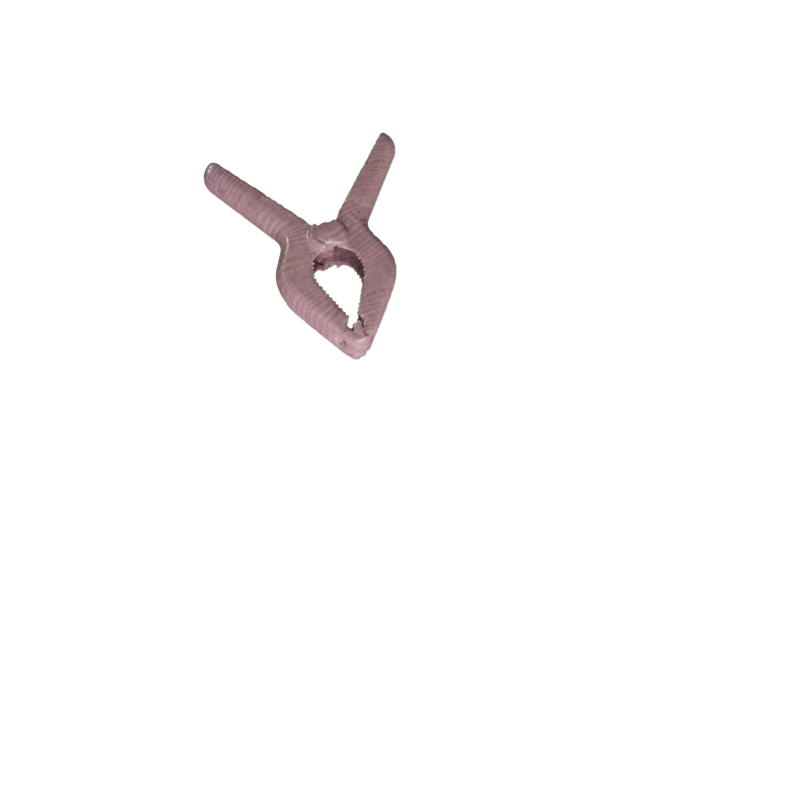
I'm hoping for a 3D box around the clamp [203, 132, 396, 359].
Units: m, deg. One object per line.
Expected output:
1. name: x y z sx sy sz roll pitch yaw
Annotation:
1. clamp: -0.070 -0.127 0.888 0.163 0.226 0.034 -7 -34 -5
